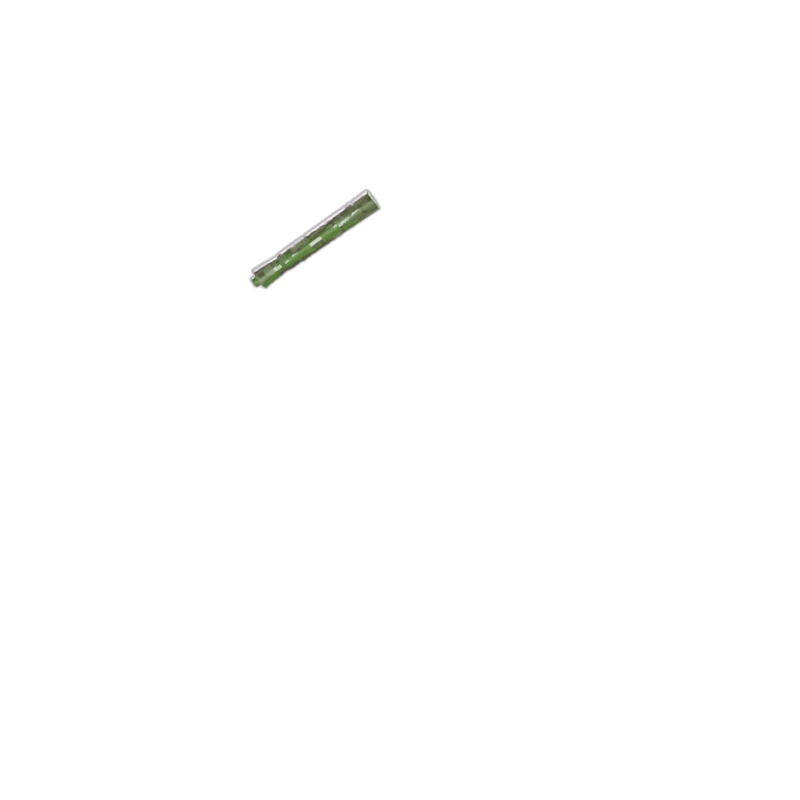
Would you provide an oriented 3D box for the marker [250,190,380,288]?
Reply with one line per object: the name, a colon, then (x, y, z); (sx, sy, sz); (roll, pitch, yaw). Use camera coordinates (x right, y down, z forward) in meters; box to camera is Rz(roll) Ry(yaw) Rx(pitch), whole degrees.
marker: (-0.071, -0.129, 0.904); (0.121, 0.020, 0.020); (-34, -1, 8)
